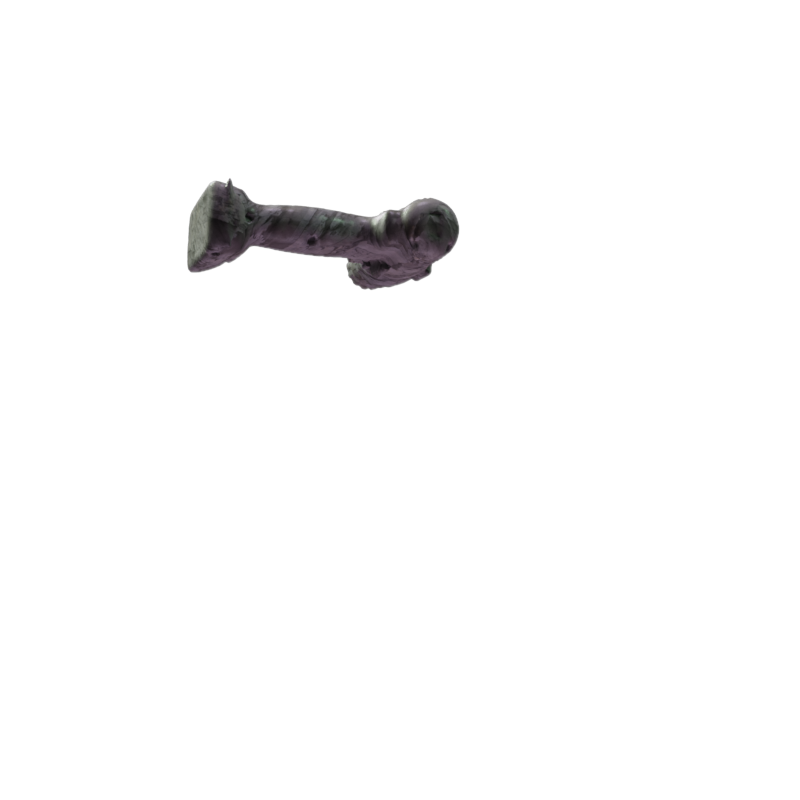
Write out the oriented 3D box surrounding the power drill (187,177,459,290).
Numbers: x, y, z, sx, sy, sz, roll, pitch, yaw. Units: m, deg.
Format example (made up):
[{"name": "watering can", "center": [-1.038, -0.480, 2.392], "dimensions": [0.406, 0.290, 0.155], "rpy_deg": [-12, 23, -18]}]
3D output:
[{"name": "power drill", "center": [-0.067, -0.123, 0.861], "dimensions": [0.184, 0.059, 0.184], "rpy_deg": [2, -7, -16]}]
